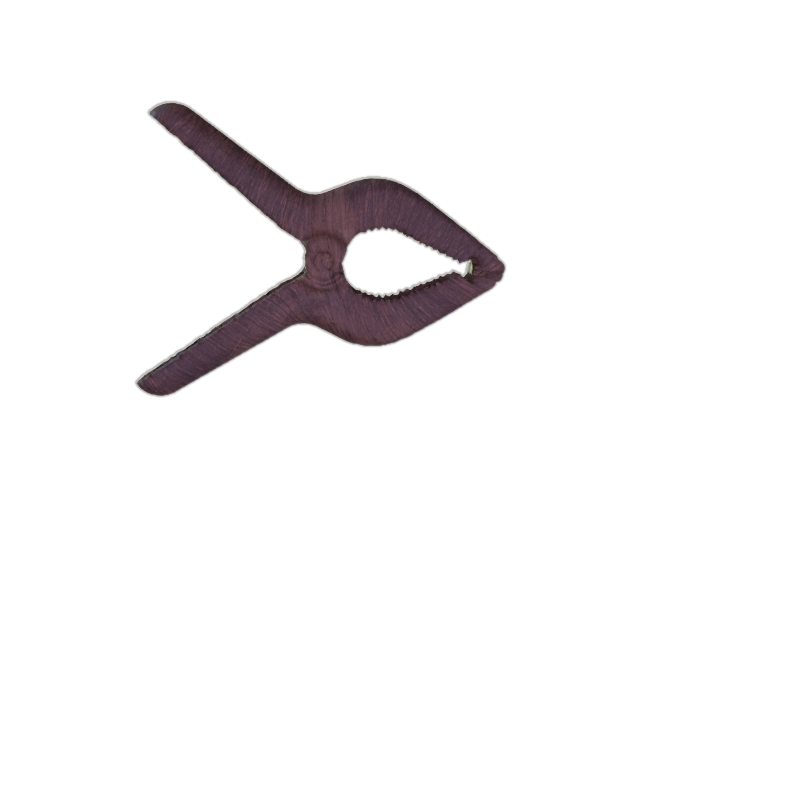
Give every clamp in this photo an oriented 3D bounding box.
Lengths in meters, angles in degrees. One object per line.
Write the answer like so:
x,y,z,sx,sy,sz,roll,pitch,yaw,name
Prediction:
-0.049,-0.089,0.622,0.210,0.162,0.037,-3,6,0,clamp
